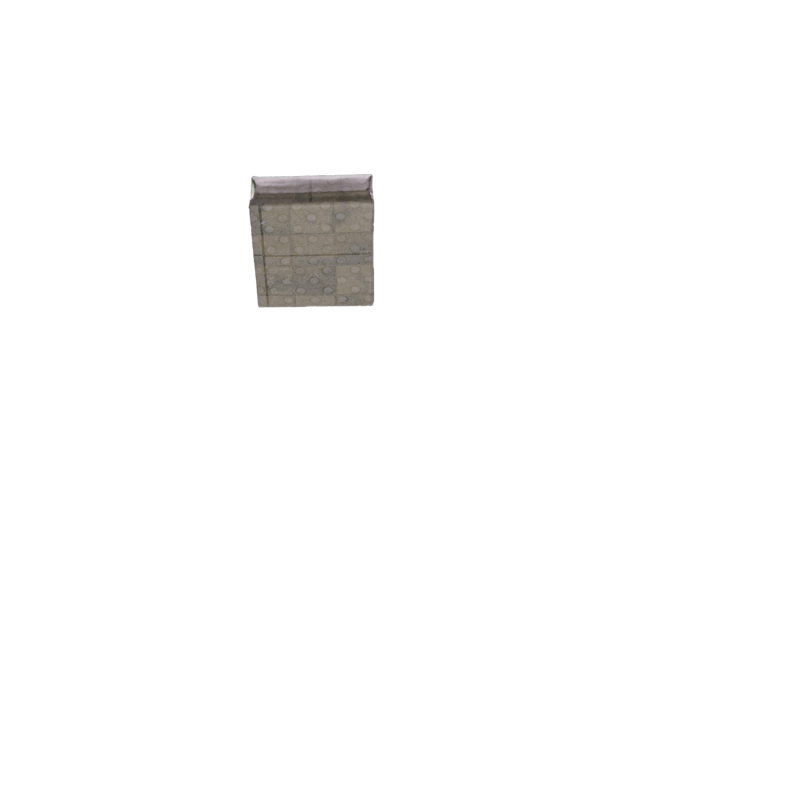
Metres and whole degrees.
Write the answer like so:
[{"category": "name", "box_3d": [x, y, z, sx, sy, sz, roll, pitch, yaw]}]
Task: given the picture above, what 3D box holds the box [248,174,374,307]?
[{"category": "box", "box_3d": [-0.053, -0.096, 0.674, 0.073, 0.032, 0.083, -1, -44, 0]}]
